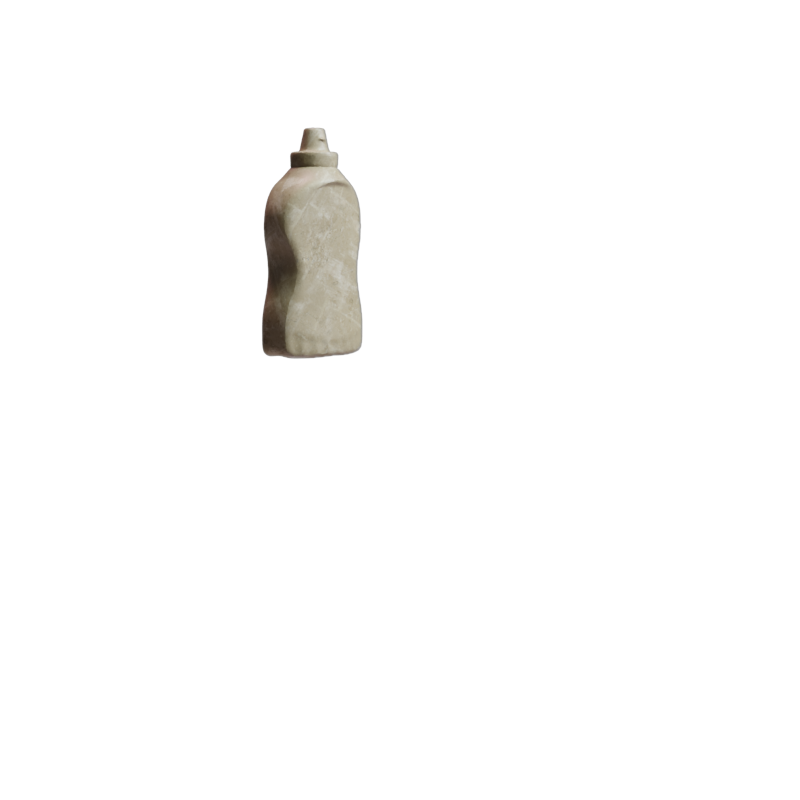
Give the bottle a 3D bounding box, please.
[{"bbox_3d":[-0.073,-0.134,0.939,0.061,0.191,0.092,1,2,43],"label":"bottle"}]
